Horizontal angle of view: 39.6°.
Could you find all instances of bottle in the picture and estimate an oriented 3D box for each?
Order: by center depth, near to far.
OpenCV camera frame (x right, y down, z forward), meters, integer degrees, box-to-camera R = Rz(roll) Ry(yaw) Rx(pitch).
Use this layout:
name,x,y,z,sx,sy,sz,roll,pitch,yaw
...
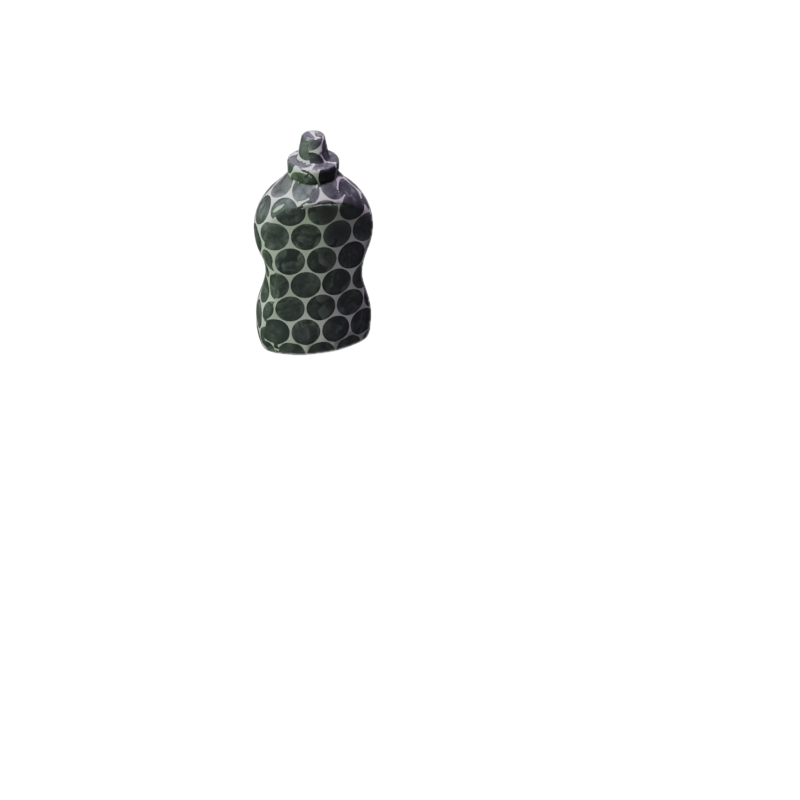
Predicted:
name,x,y,z,sx,sy,sz,roll,pitch,yaw
bottle,-0.071,-0.129,0.904,0.095,0.180,0.063,-5,34,-11
